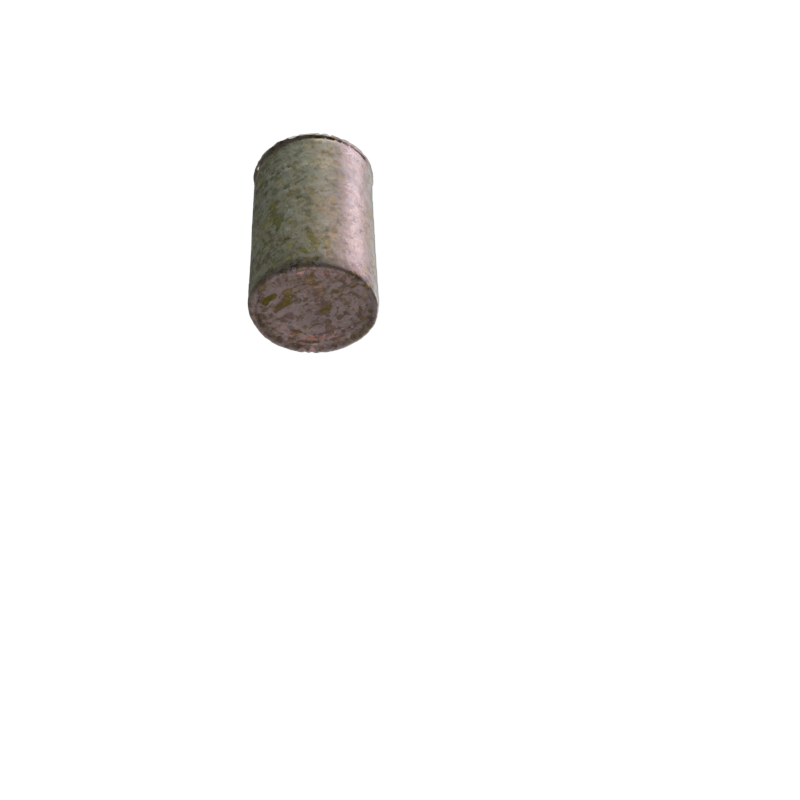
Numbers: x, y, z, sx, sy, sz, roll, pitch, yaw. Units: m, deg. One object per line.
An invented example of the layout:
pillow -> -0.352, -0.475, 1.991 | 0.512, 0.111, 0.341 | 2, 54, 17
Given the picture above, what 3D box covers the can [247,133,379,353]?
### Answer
can -> -0.046, -0.085, 0.593 | 0.068, 0.110, 0.064 | -1, -42, -3
